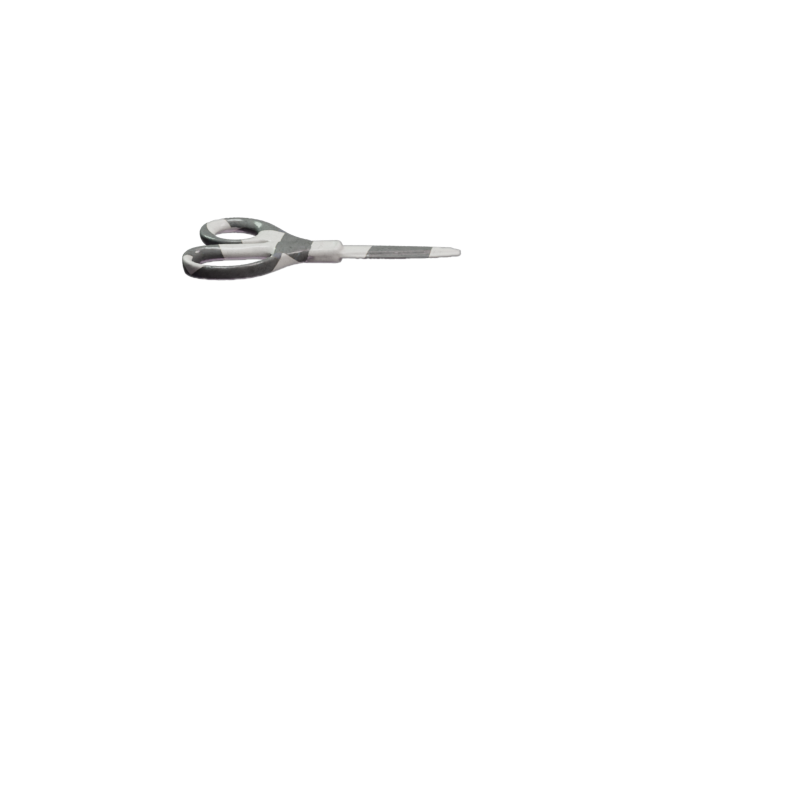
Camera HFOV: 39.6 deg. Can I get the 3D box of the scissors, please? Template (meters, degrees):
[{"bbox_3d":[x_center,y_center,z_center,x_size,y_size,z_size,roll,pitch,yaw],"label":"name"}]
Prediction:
[{"bbox_3d":[-0.065,-0.119,0.835,0.199,0.015,0.103,-8,33,-13],"label":"scissors"}]
